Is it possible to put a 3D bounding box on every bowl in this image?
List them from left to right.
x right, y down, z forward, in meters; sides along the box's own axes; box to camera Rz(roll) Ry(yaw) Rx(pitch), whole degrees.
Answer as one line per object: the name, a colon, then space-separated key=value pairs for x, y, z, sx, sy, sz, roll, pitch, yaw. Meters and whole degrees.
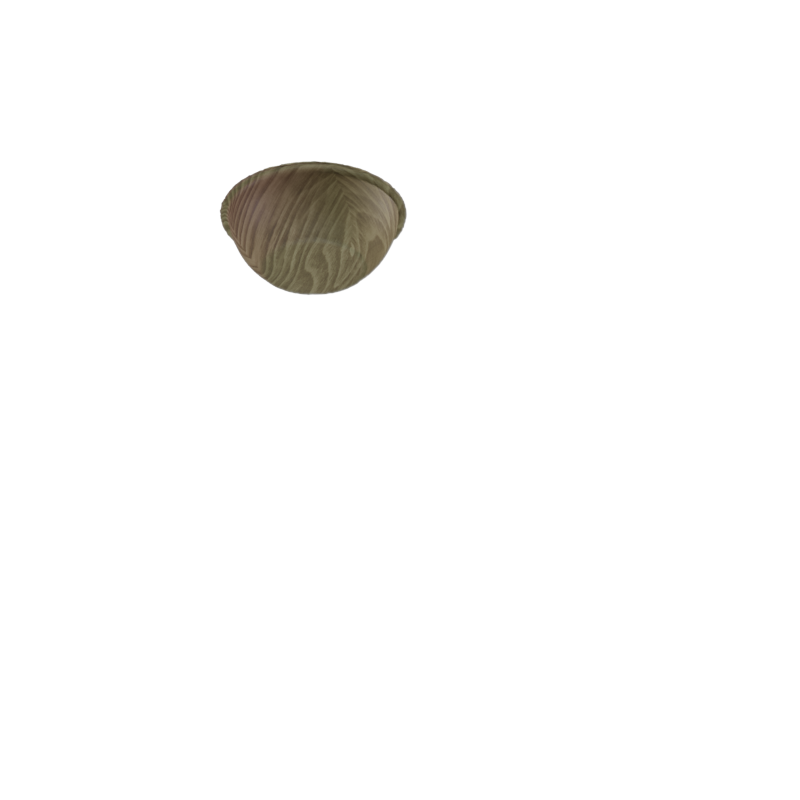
bowl: x=-0.074 y=-0.135 z=0.949 sx=0.162 sy=0.058 sz=0.153 roll=1 pitch=-26 yaw=-2
